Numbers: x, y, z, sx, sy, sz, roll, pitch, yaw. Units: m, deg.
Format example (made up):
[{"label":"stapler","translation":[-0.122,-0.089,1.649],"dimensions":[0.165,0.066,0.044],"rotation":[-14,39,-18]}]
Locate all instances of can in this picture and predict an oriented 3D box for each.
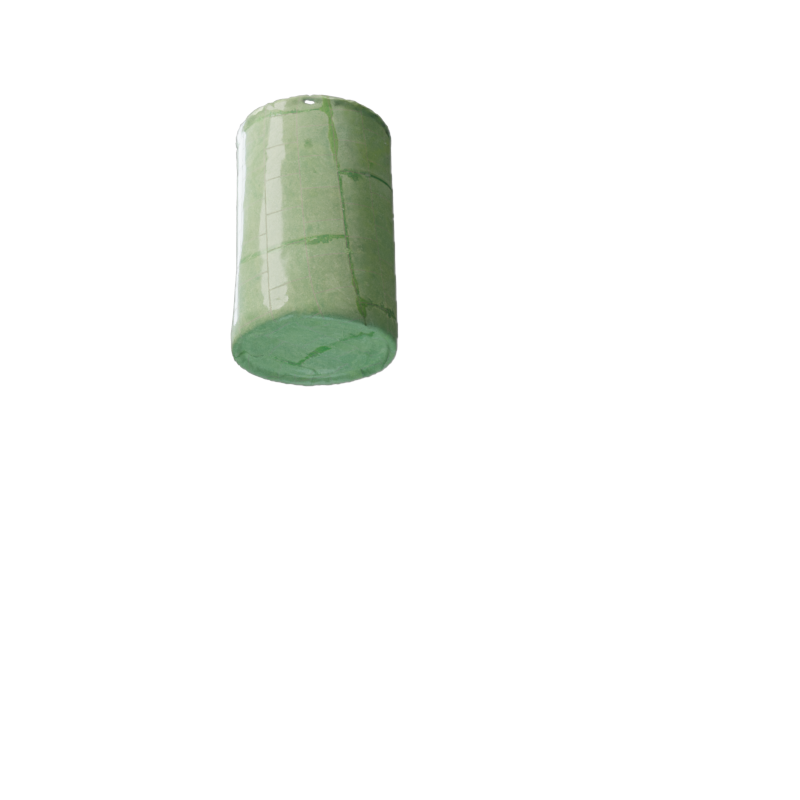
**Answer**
[{"label":"can","translation":[-0.036,-0.065,0.458],"dimensions":[0.068,0.108,0.065],"rotation":[0,-27,-2]}]
